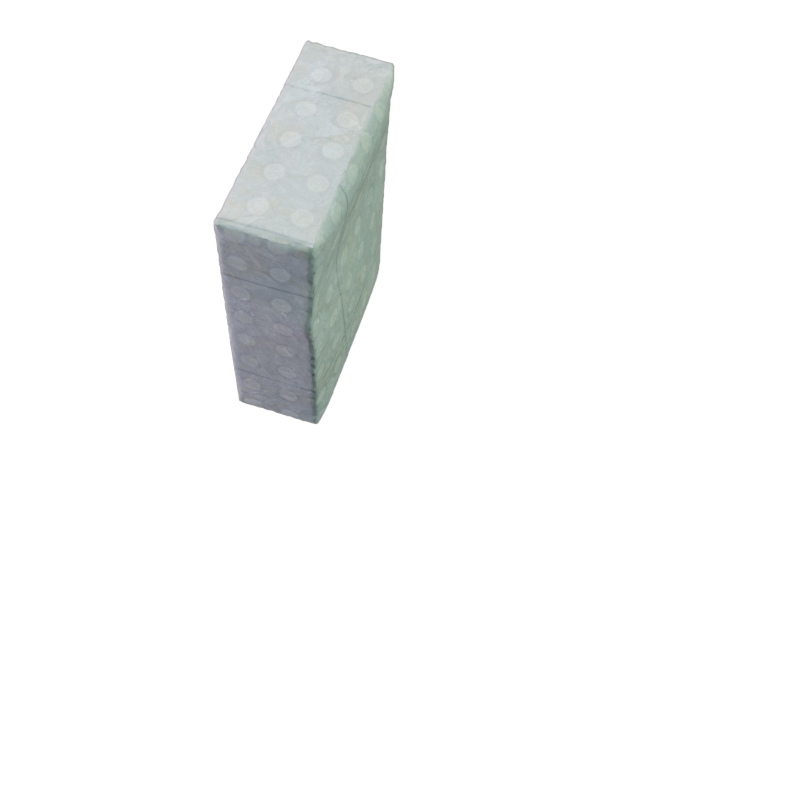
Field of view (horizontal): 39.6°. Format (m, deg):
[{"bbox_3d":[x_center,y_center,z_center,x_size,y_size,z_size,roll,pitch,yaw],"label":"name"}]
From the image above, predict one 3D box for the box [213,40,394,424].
[{"bbox_3d":[-0.059,-0.108,0.760,0.073,0.172,0.200,15,-32,6],"label":"box"}]
